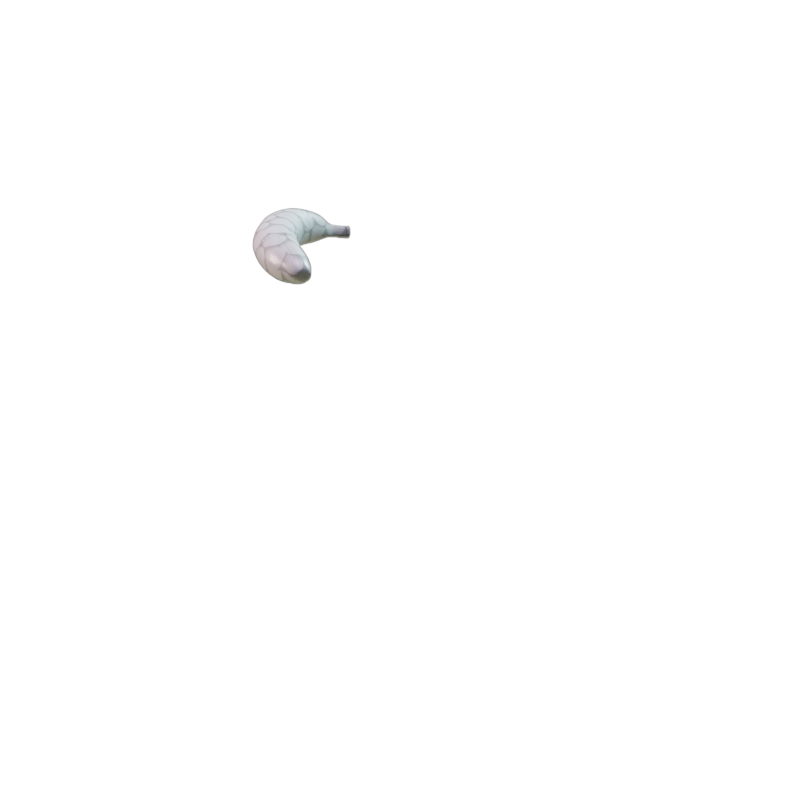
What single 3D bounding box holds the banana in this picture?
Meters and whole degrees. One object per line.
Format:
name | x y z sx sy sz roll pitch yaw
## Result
banana | -0.091 -0.137 0.945 0.070 0.035 0.203 3 20 7
